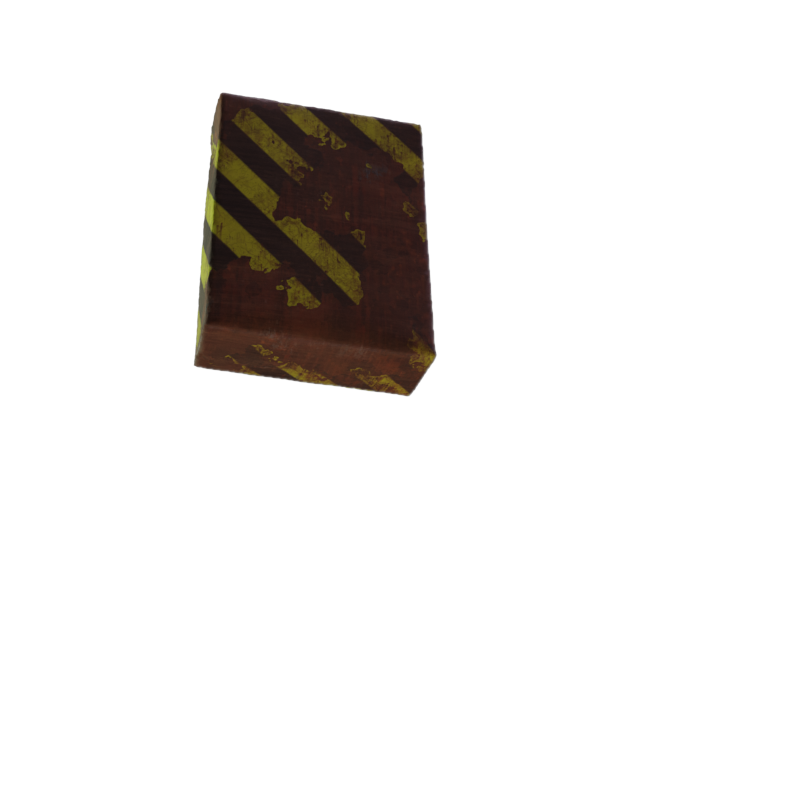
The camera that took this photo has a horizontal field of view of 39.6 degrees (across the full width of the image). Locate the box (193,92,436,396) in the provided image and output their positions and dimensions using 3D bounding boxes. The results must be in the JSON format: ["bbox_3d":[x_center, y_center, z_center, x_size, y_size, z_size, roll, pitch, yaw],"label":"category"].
[{"bbox_3d":[-0.065,-0.118,0.829,0.161,0.229,0.068,6,-34,-13],"label":"box"}]
